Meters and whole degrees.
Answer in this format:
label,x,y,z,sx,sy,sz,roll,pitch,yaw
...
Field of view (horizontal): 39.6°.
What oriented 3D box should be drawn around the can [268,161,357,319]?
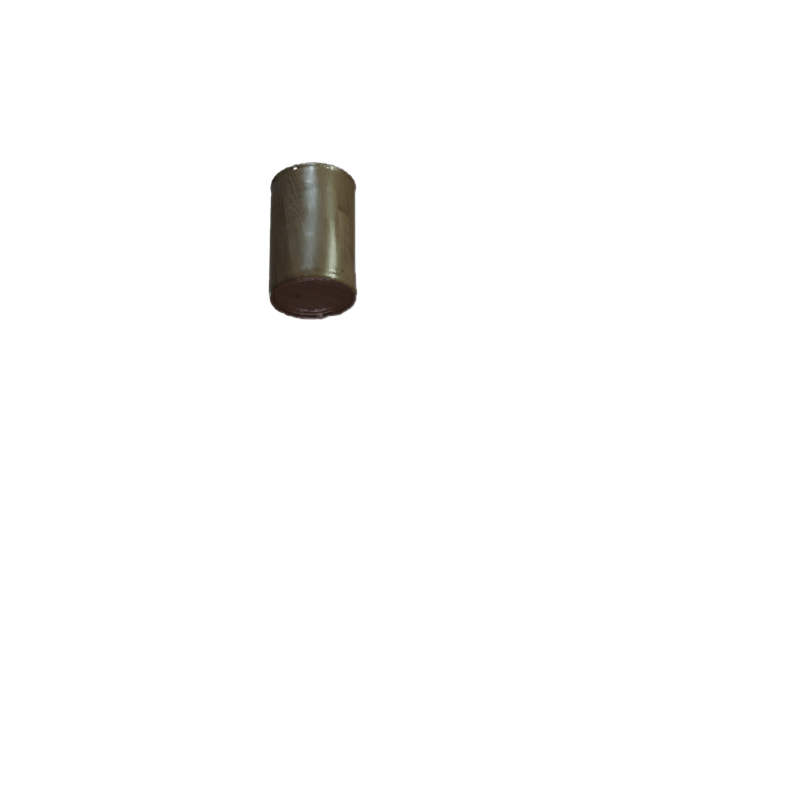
label,x,y,z,sx,sy,sz,roll,pitch,yaw
can,-0.066,-0.121,0.848,0.068,0.109,0.064,0,-29,-2
